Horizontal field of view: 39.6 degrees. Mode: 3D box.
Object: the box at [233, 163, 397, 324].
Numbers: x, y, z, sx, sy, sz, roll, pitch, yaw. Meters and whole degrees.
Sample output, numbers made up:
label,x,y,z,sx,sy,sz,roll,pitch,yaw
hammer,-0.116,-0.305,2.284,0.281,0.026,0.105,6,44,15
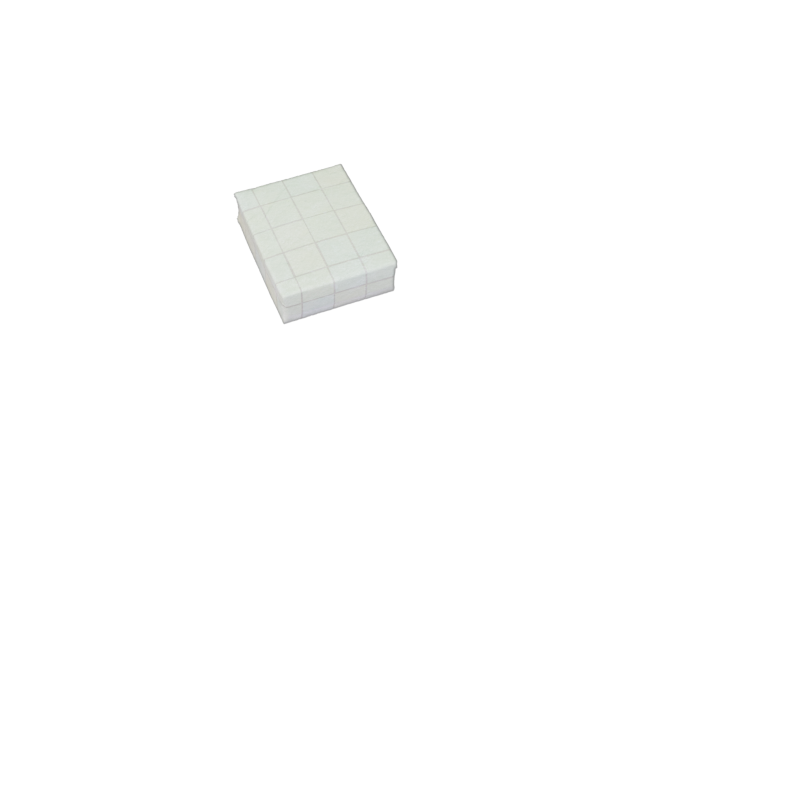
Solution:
label,x,y,z,sx,sy,sz,roll,pitch,yaw
box,-0.065,-0.119,0.833,0.089,0.123,0.036,-17,-38,-15
